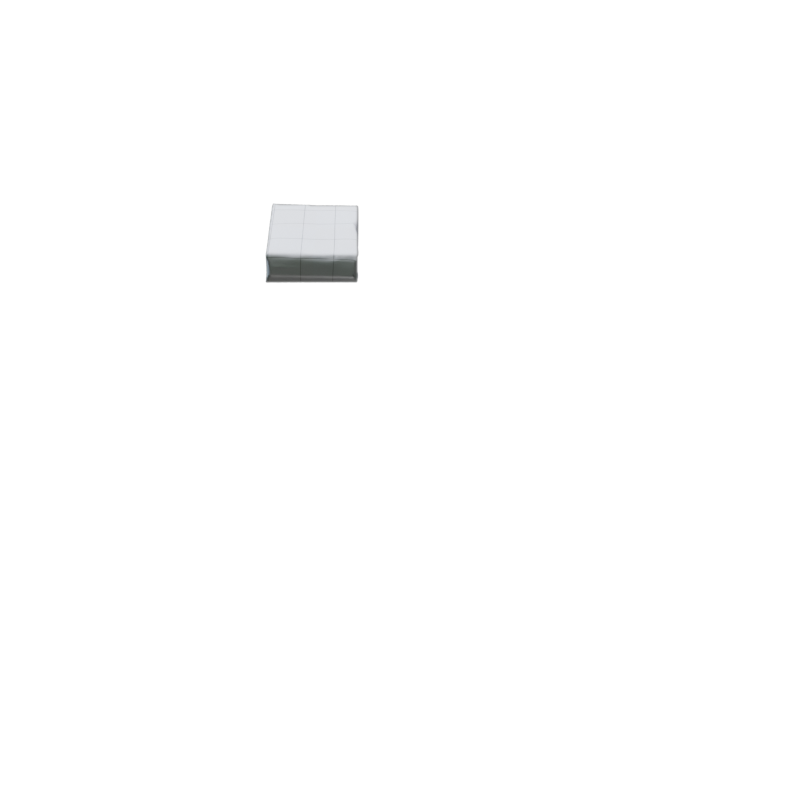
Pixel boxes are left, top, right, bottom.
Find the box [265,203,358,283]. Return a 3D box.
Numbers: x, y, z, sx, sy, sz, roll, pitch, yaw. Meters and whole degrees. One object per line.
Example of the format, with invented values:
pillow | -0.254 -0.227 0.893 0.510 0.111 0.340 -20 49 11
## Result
box | -0.070 -0.128 0.899 0.073 0.028 0.095 0 34 0
